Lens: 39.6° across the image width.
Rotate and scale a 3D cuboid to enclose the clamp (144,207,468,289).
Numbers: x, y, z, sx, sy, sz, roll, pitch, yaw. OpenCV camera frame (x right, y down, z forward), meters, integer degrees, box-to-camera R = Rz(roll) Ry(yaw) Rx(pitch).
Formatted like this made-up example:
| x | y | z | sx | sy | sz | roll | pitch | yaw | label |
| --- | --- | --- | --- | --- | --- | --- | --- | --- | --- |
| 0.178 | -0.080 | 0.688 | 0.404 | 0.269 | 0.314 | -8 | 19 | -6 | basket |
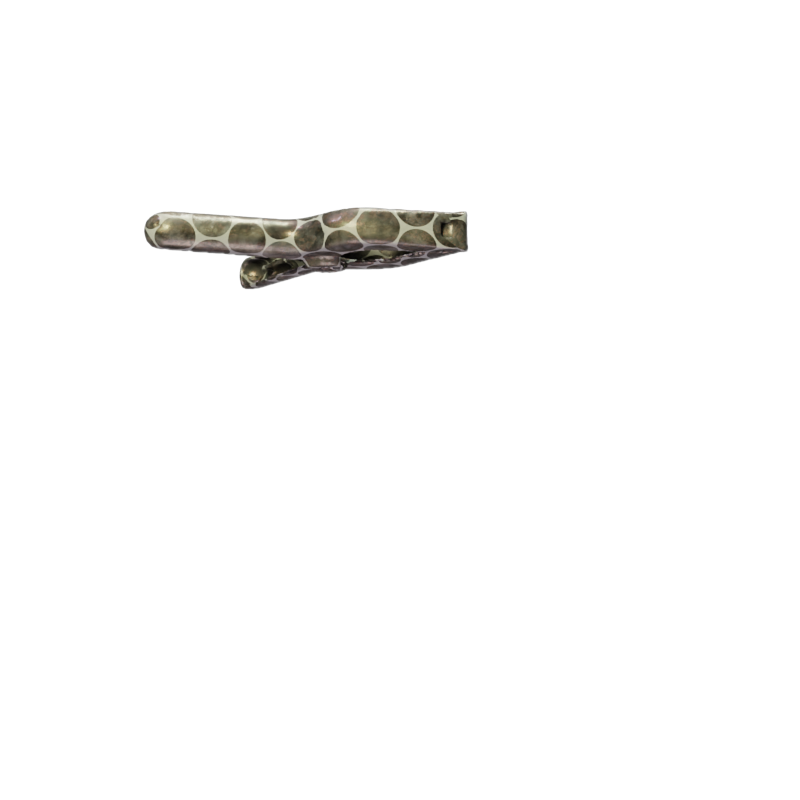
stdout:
| x | y | z | sx | sy | sz | roll | pitch | yaw | label |
| --- | --- | --- | --- | --- | --- | --- | --- | --- | --- |
| -0.060 | -0.110 | 0.768 | 0.215 | 0.037 | 0.157 | -3 | -6 | 26 | clamp |
